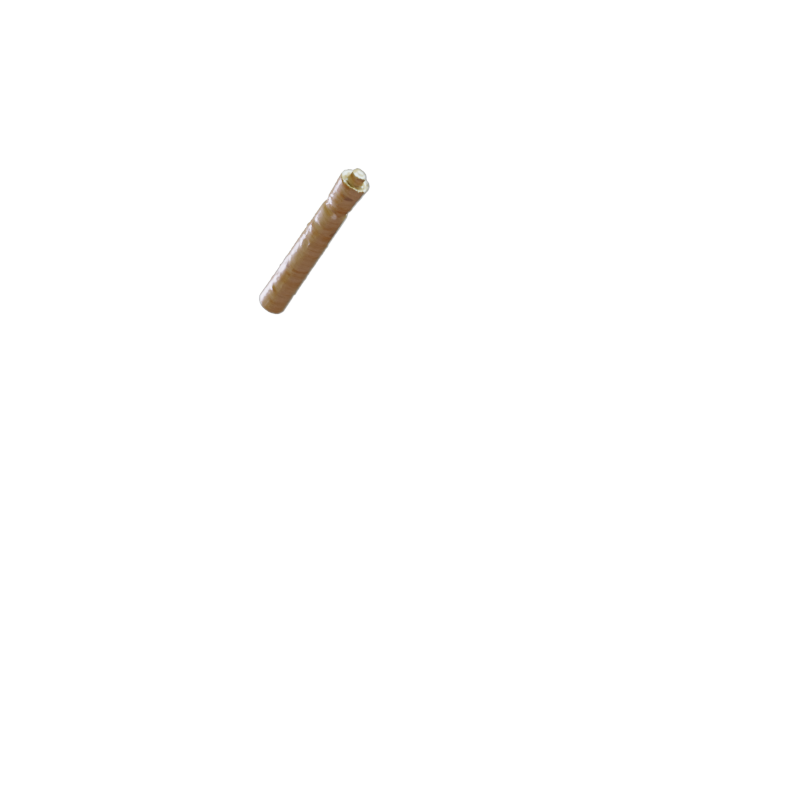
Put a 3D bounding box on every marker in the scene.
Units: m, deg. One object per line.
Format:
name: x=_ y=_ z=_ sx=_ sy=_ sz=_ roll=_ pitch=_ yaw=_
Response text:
marker: x=-0.053 y=-0.096 z=0.676 sx=0.019 sy=0.021 sz=0.117 roll=-2 pitch=-35 yaw=-39
